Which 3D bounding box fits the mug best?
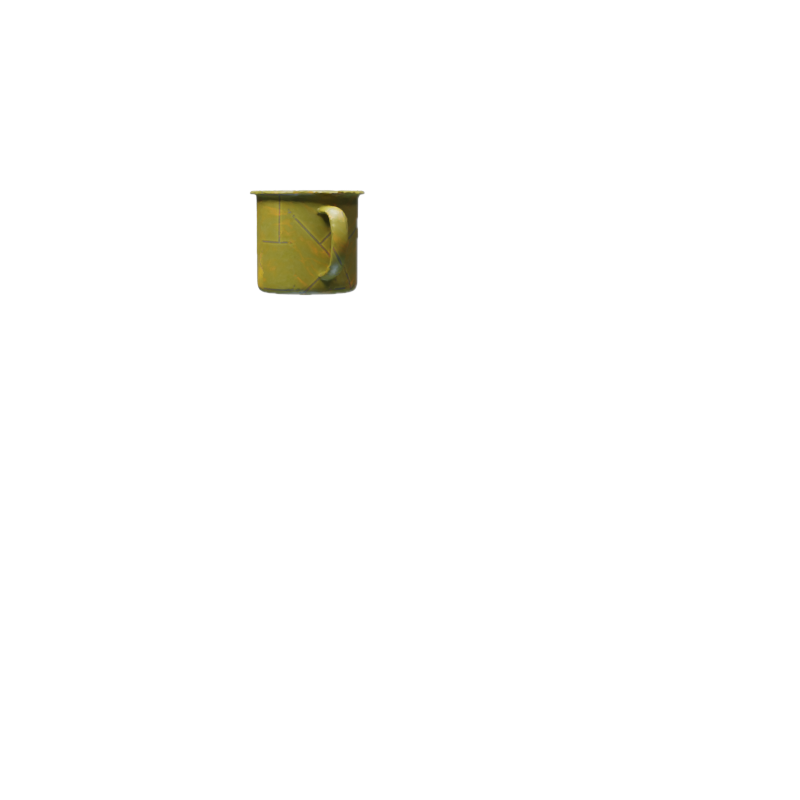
[{"bbox_3d":[-0.069,-0.126,0.885,0.090,0.081,0.122,-3,8,-27],"label":"mug"}]
